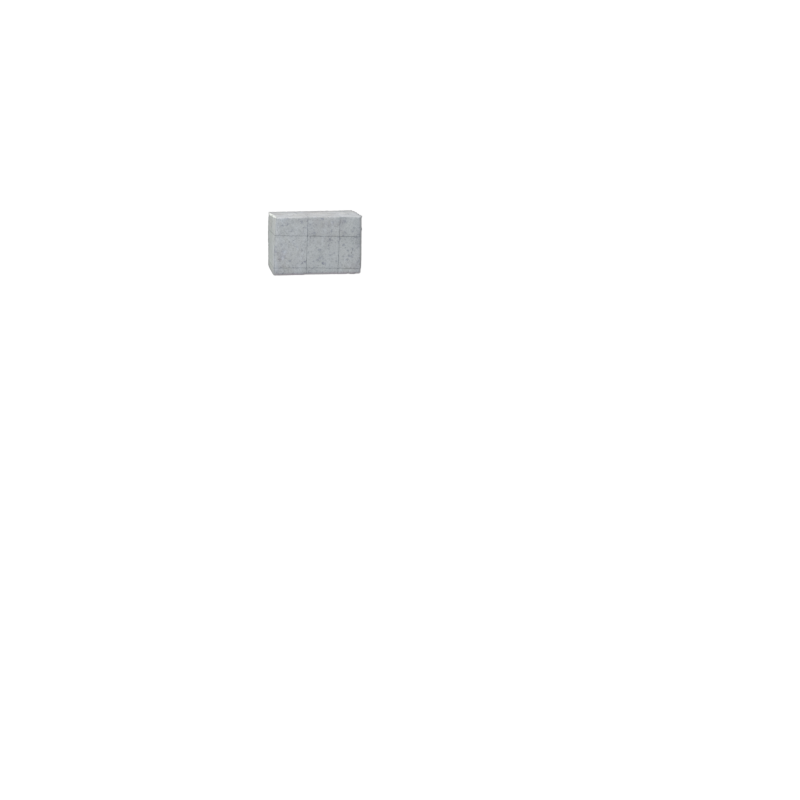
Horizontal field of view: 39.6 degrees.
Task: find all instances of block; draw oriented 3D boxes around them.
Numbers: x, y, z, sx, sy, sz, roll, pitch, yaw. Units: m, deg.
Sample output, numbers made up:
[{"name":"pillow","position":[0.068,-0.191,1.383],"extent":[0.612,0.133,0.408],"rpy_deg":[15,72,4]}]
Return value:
[{"name":"block","position":[-0.077,-0.140,0.978],"extent":[0.077,0.050,0.055],"rpy_deg":[-2,13,-11]}]
